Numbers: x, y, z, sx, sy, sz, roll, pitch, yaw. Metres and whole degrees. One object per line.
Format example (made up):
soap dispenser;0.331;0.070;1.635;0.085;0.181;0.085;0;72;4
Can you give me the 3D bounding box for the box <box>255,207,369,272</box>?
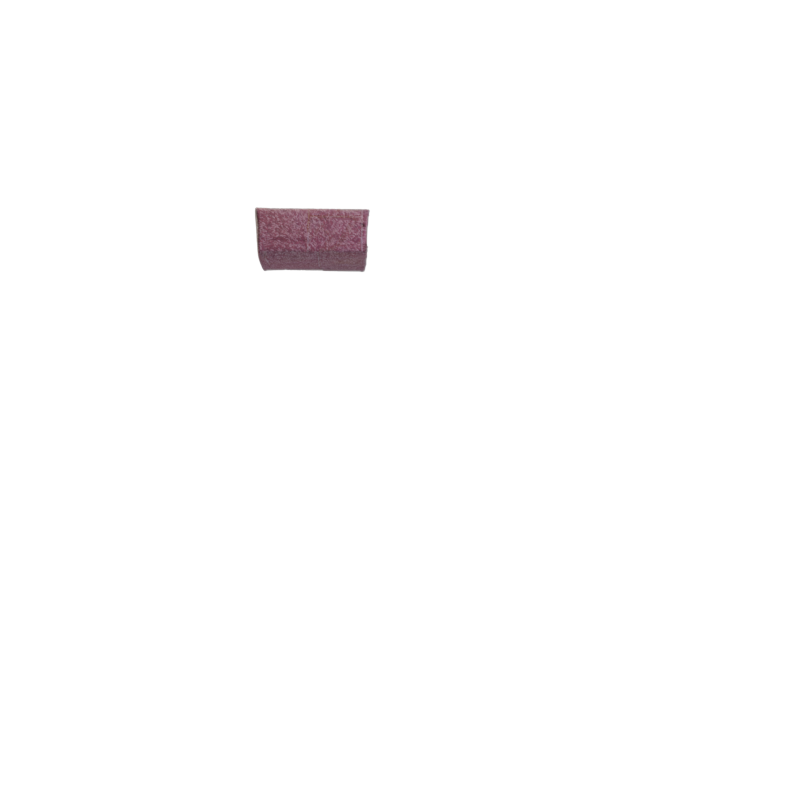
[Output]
box;-0.071;-0.129;0.905;0.090;0.039;0.112;0;-1;-2
